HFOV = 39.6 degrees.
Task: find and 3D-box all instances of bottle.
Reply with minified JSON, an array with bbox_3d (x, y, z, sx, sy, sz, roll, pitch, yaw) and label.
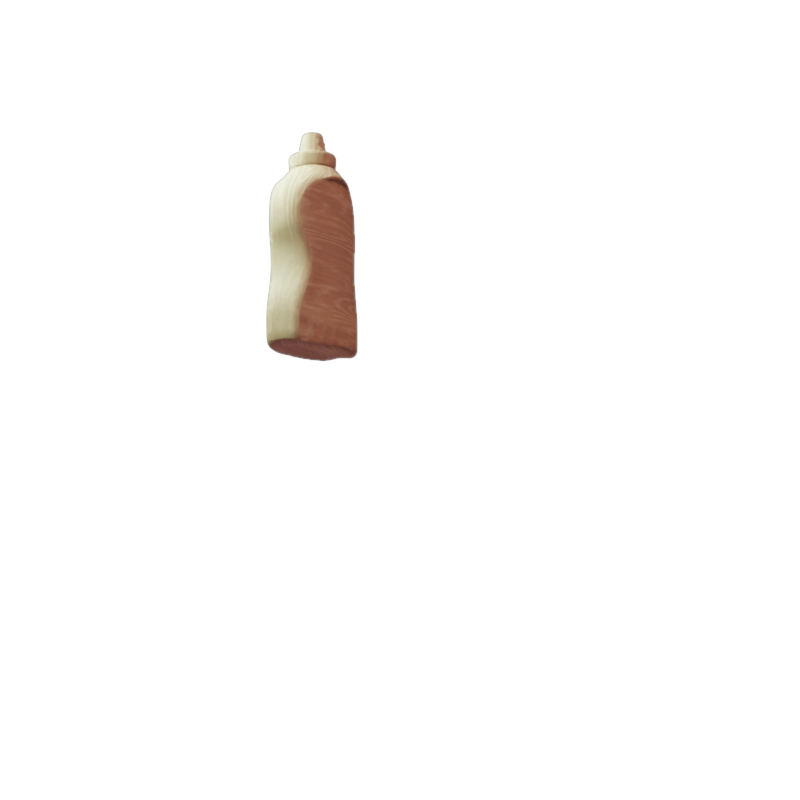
[{"bbox_3d":[-0.074,-0.134,0.936,0.060,0.198,0.091,-10,-16,32],"label":"bottle"}]
